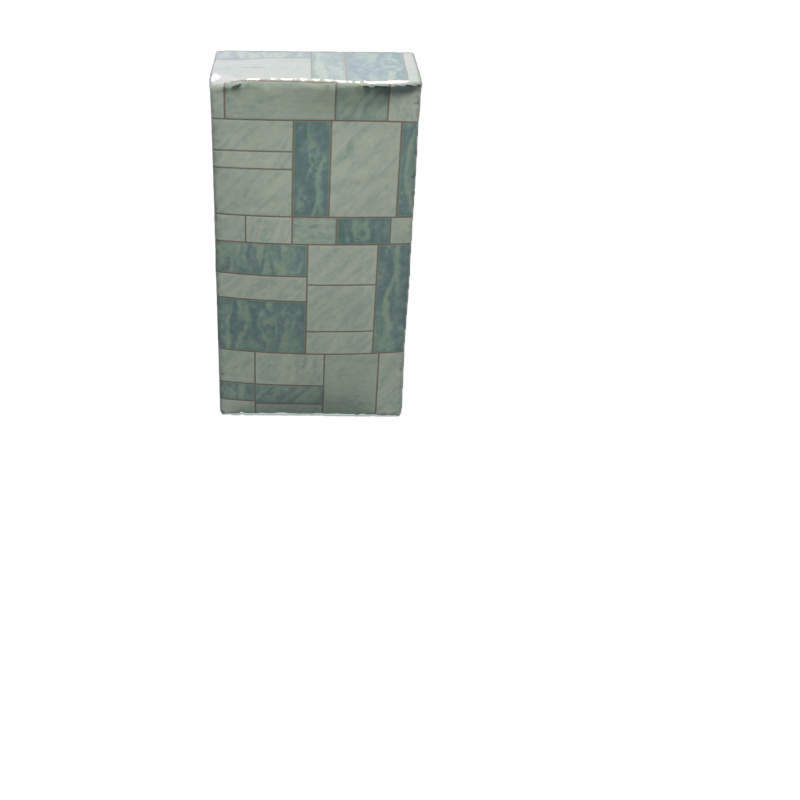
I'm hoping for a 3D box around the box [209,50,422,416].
[{"bbox_3d":[-0.041,-0.075,0.523,0.093,0.165,0.051,1,33,-2],"label":"box"}]
